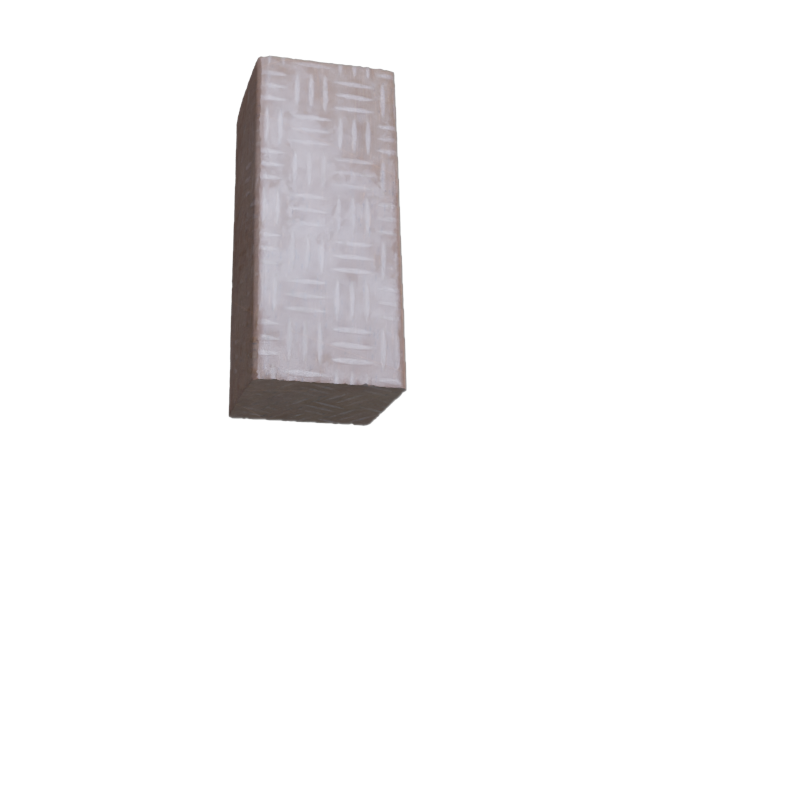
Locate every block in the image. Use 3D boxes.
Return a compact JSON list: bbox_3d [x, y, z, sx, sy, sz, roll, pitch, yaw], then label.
[{"bbox_3d":[-0.054,-0.098,0.686,0.089,0.217,0.087,4,-22,-14],"label":"block"}]
